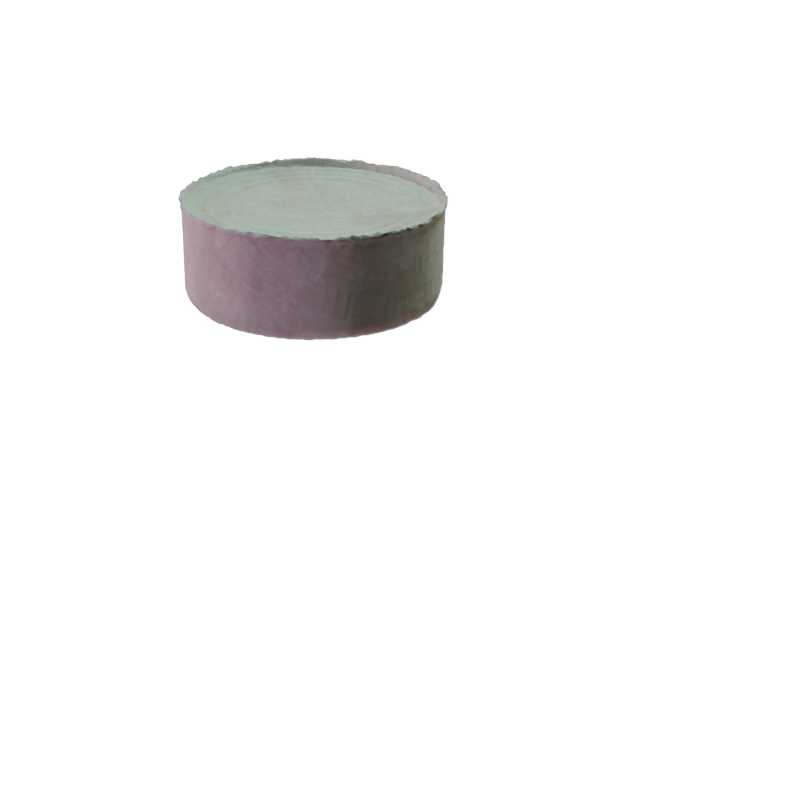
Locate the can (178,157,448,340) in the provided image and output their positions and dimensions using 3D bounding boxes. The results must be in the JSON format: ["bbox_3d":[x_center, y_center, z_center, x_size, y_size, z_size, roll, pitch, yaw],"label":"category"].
[{"bbox_3d":[-0.028,-0.051,0.360,0.086,0.032,0.090,-1,26,-2],"label":"can"}]
